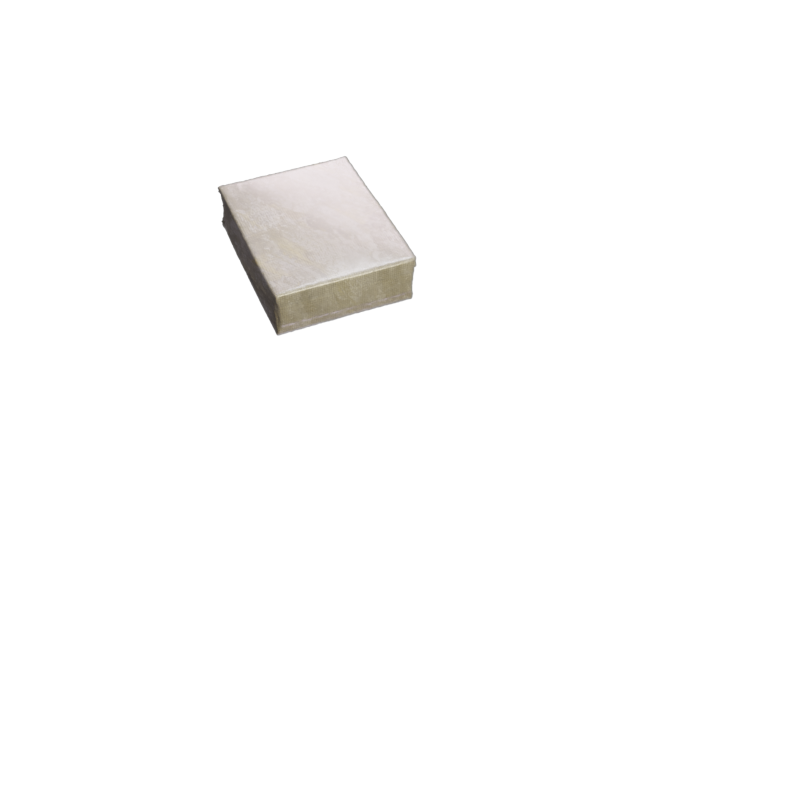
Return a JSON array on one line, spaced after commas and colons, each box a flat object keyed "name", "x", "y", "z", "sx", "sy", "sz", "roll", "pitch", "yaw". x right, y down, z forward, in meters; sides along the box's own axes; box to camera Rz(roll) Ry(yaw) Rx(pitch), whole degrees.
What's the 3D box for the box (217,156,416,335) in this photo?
[{"name": "box", "x": -0.054, "y": -0.098, "z": 0.688, "sx": 0.089, "sy": 0.036, "sz": 0.123, "roll": -16, "pitch": 46, "yaw": -17}]
